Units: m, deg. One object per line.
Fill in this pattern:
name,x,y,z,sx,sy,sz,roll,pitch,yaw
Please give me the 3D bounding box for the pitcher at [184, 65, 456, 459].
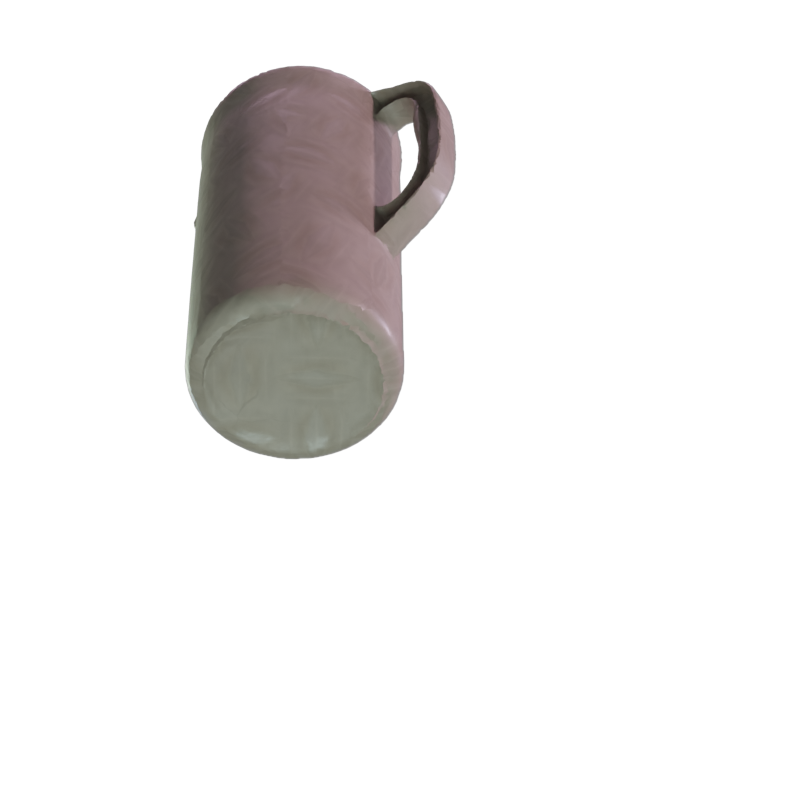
pitcher,-0.049,-0.090,0.632,0.143,0.141,0.260,9,36,-10
